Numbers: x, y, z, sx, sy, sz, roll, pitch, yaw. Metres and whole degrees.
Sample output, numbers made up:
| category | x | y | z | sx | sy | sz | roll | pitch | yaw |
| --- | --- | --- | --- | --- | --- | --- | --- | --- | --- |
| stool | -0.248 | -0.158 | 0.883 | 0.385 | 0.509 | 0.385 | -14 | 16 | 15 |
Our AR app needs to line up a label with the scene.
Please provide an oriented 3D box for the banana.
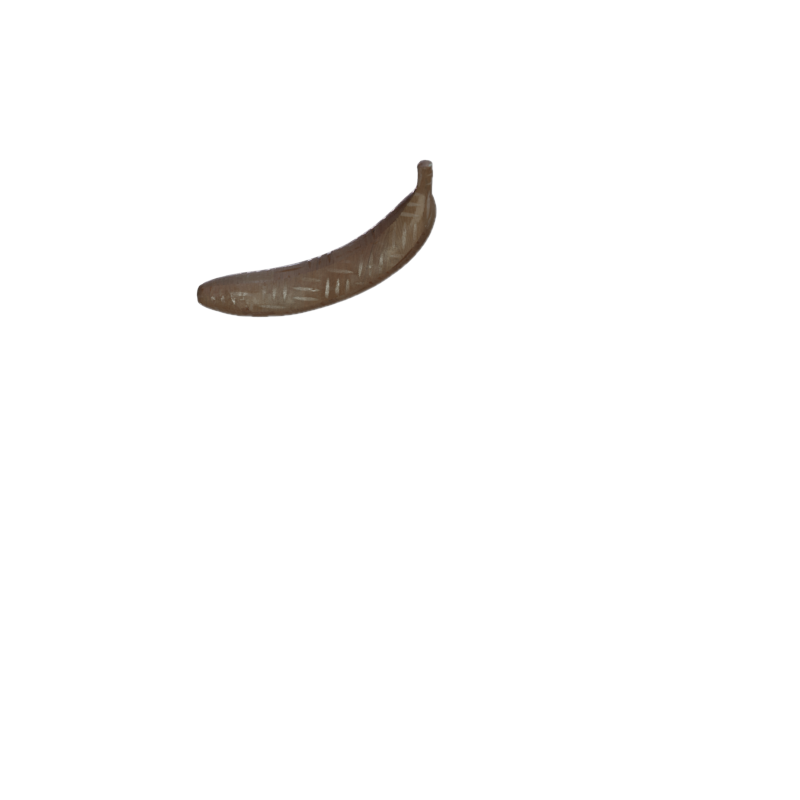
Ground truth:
| category | x | y | z | sx | sy | sz | roll | pitch | yaw |
| --- | --- | --- | --- | --- | --- | --- | --- | --- | --- |
| banana | -0.049 | -0.102 | 0.799 | 0.198 | 0.066 | 0.039 | -28 | 23 | 12 |
